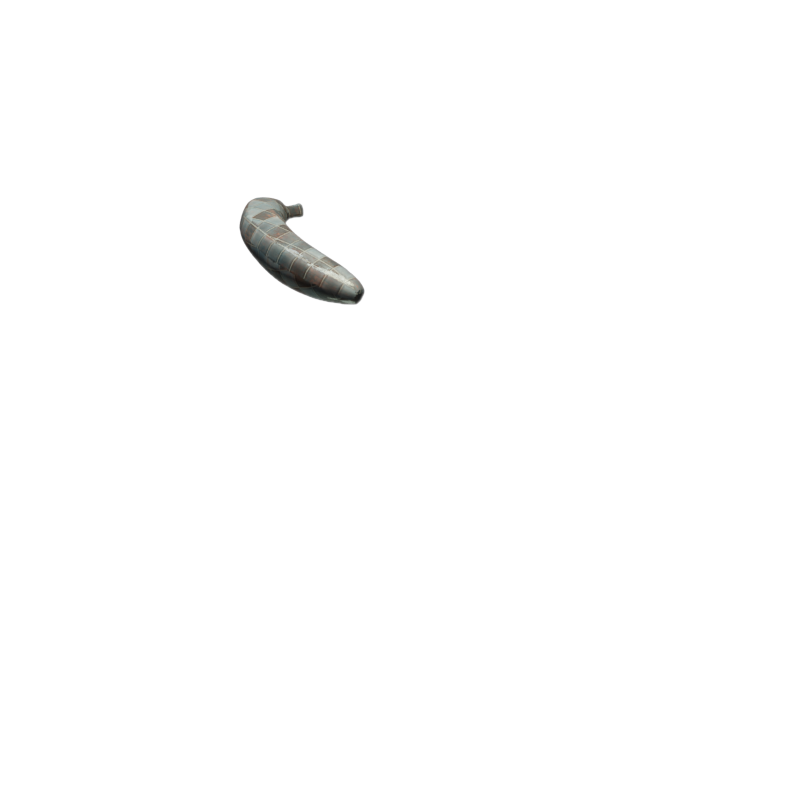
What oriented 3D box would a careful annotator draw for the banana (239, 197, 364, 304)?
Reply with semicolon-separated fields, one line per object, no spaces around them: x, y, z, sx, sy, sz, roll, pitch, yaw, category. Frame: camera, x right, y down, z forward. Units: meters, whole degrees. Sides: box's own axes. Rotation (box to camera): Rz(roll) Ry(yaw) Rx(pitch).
-0.088;-0.125;0.881;0.068;0.035;0.212;-8;31;-15;banana
